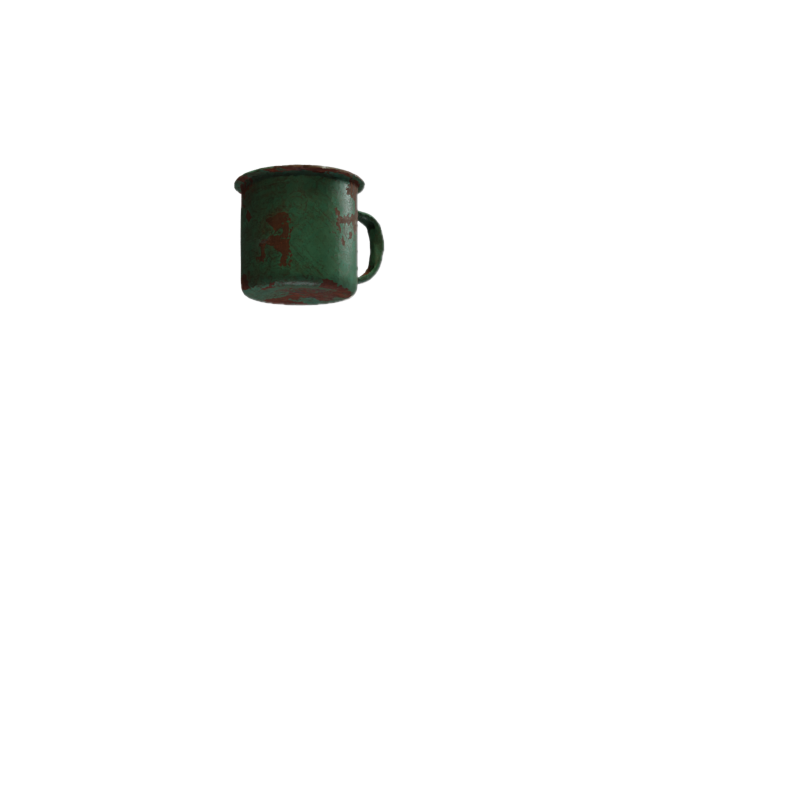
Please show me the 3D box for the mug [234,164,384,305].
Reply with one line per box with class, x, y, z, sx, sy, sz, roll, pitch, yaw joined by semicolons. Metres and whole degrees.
mug;-0.061;-0.112;0.784;0.112;0.084;0.095;6;-11;-37
